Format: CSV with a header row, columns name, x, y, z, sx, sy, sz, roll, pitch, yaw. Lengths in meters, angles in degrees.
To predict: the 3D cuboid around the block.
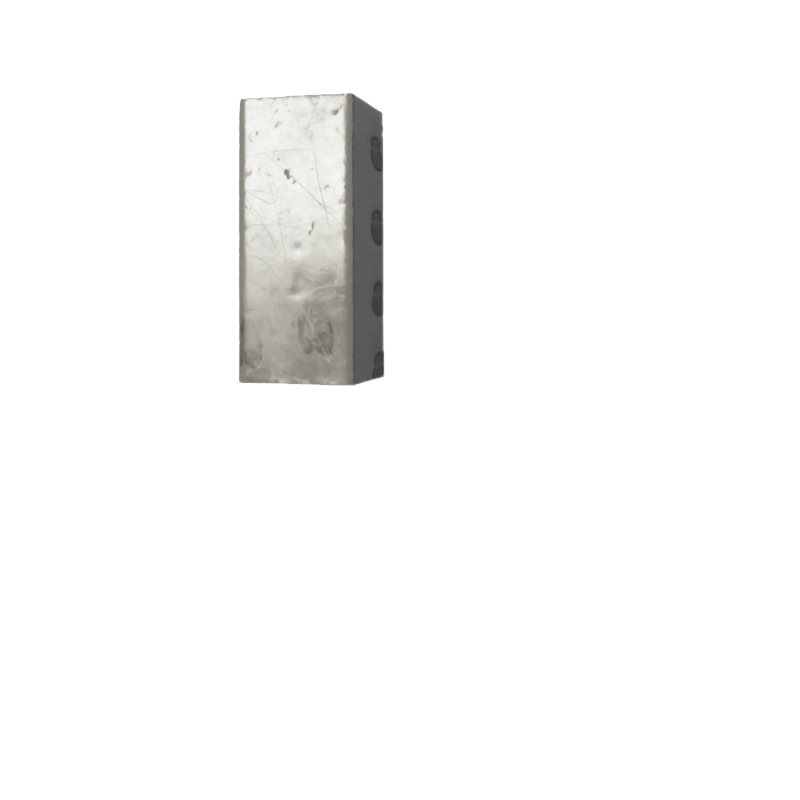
name,x,y,z,sx,sy,sz,roll,pitch,yaw
block,-0.066,-0.119,0.832,0.092,0.207,0.088,-1,-2,15
